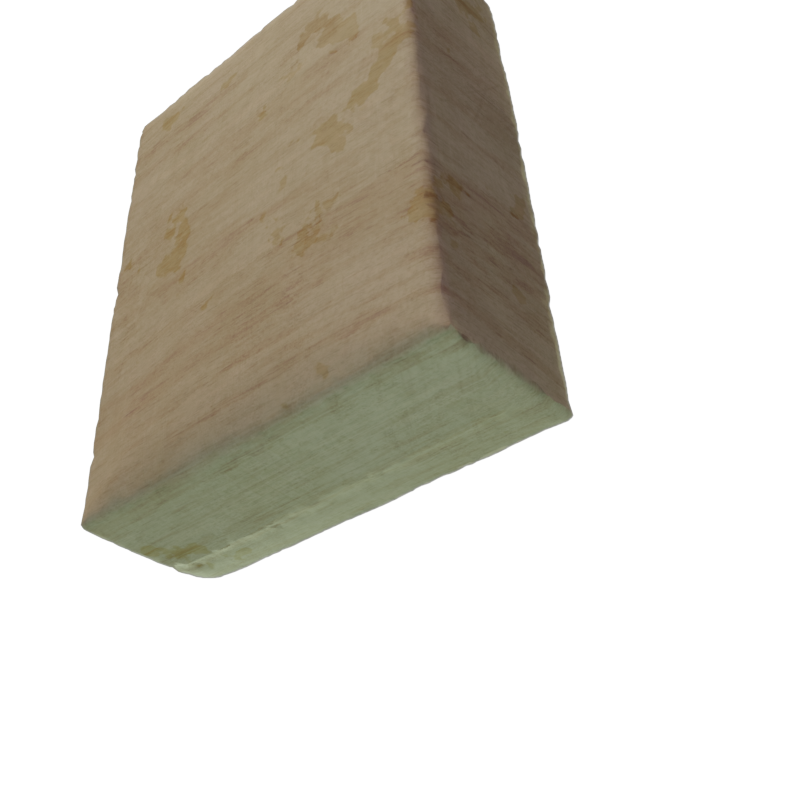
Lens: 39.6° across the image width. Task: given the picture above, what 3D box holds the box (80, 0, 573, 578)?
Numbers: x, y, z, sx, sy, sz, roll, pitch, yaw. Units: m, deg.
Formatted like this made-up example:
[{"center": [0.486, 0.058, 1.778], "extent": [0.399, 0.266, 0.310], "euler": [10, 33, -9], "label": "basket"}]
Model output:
[{"center": [-0.033, -0.061, 0.428], "extent": [0.163, 0.229, 0.067], "euler": [-30, -46, 29], "label": "box"}]
